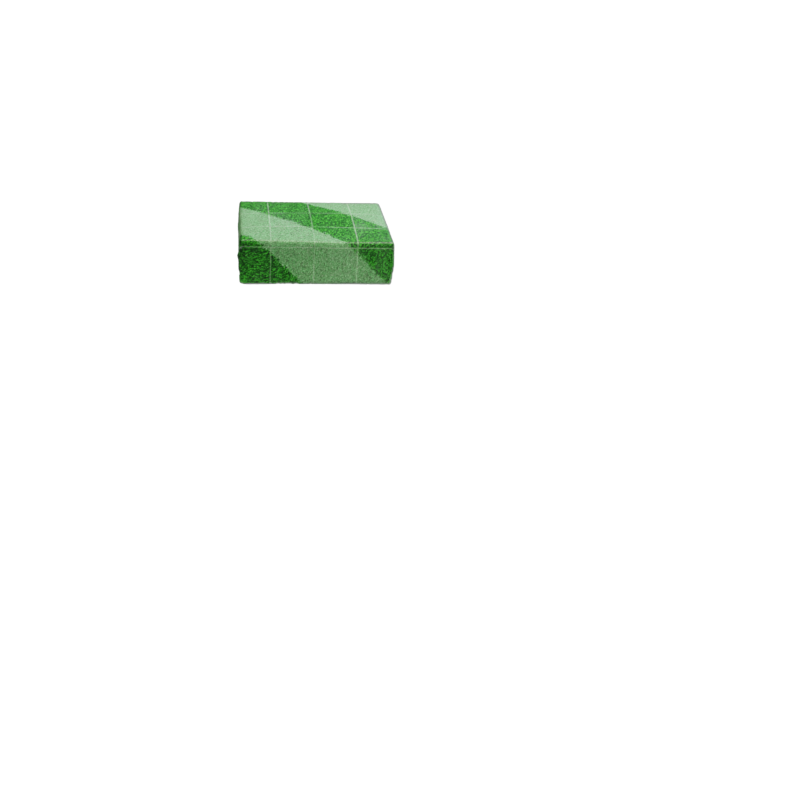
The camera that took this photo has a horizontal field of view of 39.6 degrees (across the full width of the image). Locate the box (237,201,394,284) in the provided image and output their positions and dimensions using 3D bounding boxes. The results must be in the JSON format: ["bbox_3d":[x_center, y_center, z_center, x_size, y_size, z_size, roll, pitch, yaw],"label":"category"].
[{"bbox_3d":[-0.065,-0.118,0.829,0.113,0.037,0.095,-2,25,-5],"label":"box"}]
